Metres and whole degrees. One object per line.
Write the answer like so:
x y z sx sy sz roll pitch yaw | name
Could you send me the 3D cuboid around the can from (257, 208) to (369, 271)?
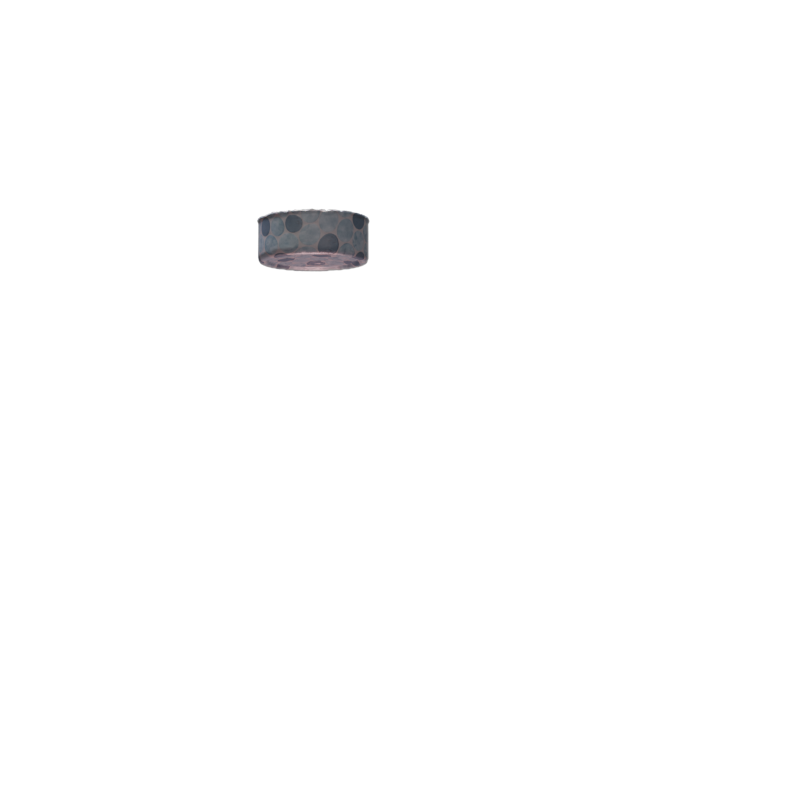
-0.066 -0.121 0.845 0.086 0.034 0.085 0 -4 -2 | can
